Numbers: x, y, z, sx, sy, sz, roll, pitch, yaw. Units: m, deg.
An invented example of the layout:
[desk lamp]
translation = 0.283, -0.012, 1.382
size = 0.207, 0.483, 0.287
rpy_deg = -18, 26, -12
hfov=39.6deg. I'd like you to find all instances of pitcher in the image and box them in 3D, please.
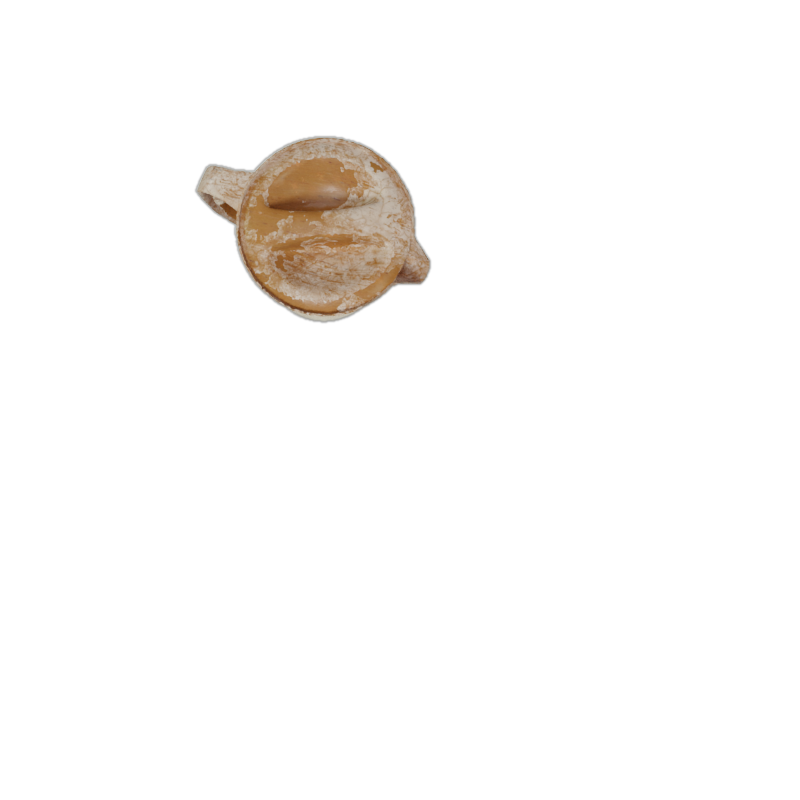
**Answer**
[pitcher]
translation = -0.072, -0.132, 0.925
size = 0.145, 0.151, 0.240
rpy_deg = -23, -1, -4
